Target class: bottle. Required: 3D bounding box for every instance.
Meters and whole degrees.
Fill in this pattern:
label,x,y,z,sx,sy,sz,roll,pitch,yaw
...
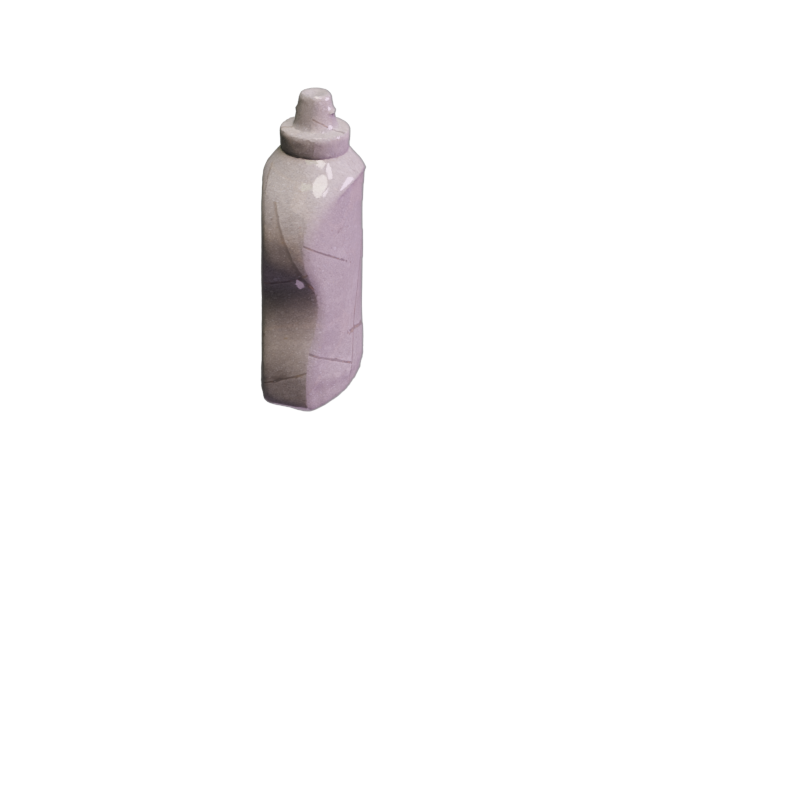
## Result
label,x,y,z,sx,sy,sz,roll,pitch,yaw
bottle,-0.052,-0.096,0.673,0.060,0.181,0.099,12,31,16
